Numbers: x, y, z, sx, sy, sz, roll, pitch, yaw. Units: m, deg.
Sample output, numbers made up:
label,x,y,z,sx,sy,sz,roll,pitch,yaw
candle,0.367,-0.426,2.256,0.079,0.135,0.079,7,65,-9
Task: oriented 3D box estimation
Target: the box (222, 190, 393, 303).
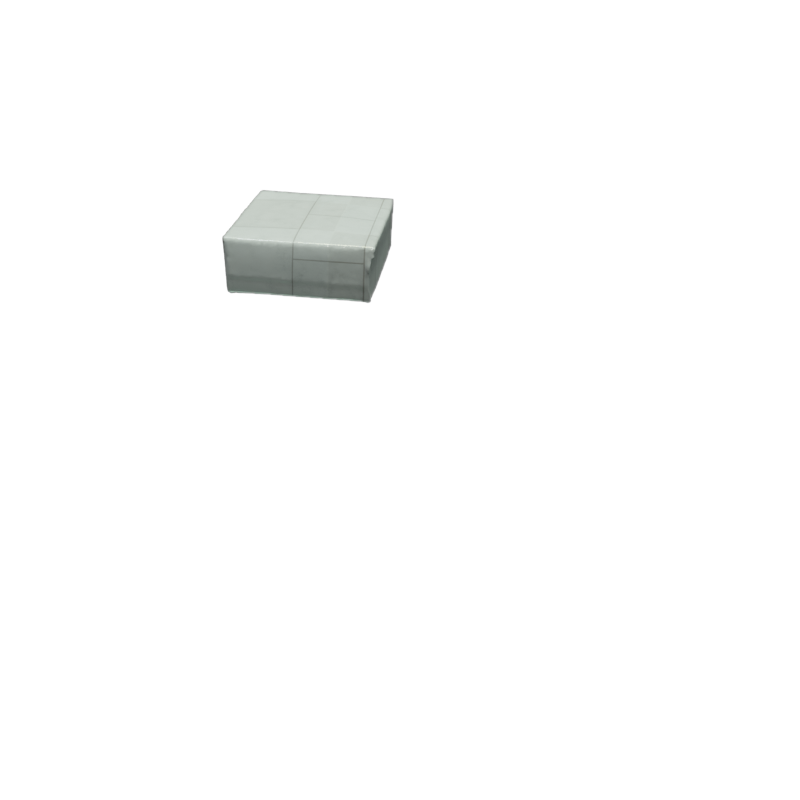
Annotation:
label,x,y,z,sx,sy,sz,roll,pitch,yaw
box,-0.054,-0.098,0.686,0.091,0.037,0.118,3,26,6
